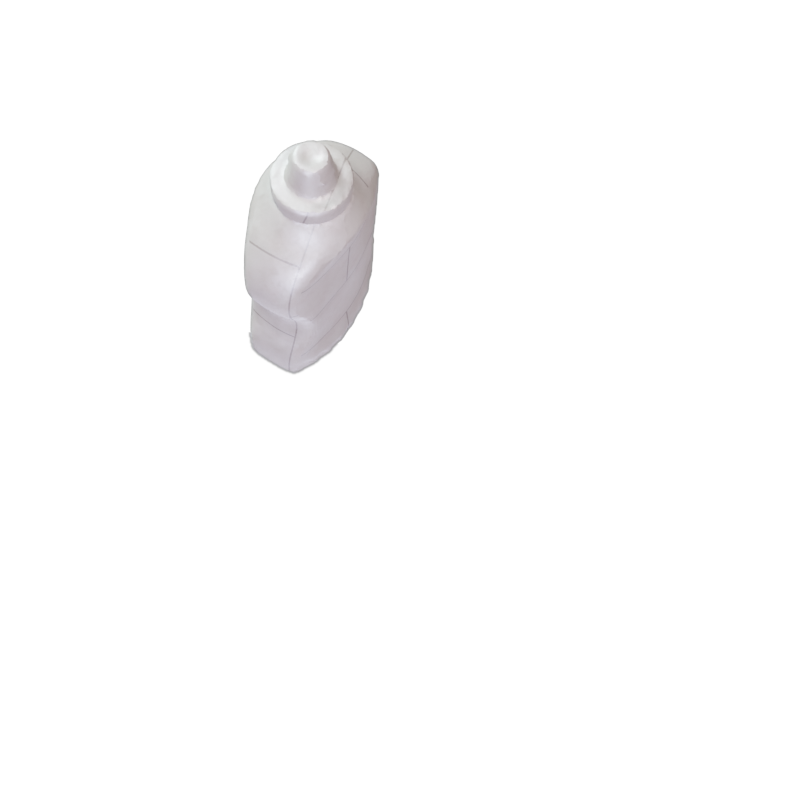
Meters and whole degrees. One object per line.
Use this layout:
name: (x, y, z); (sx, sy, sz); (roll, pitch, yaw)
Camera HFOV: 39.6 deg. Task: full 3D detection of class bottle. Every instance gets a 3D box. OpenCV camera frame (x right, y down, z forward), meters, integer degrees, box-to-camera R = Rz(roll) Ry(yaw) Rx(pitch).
bottle: (-0.047, -0.086, 0.600); (0.060, 0.098, 0.183); (31, -17, 6)
